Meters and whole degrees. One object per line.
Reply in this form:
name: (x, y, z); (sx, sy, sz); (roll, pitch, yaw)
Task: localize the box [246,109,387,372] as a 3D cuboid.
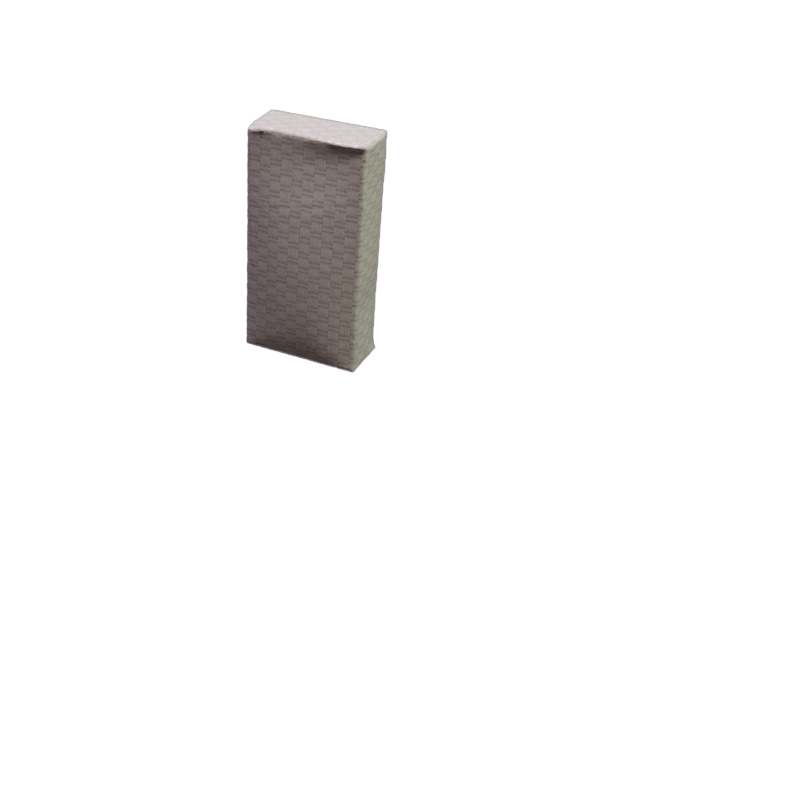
box: (-0.063, -0.114, 0.797); (0.097, 0.166, 0.049); (14, 32, 20)
